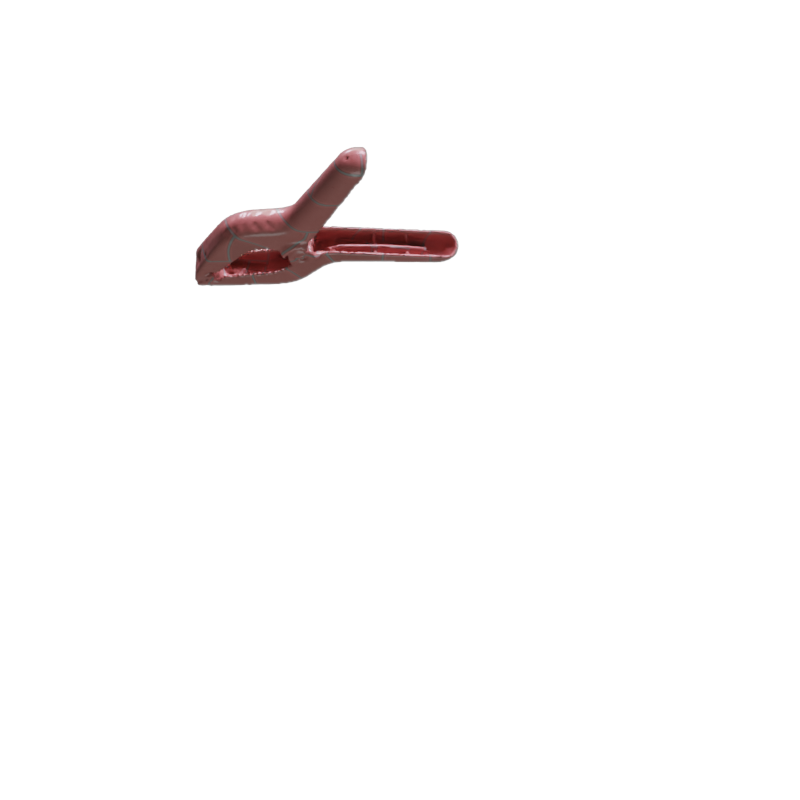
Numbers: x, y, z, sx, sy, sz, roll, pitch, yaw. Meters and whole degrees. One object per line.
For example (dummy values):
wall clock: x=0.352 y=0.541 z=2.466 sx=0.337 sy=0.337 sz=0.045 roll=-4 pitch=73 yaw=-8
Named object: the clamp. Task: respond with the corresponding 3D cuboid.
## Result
clamp: x=-0.069 y=-0.126 z=0.881 sx=0.213 sy=0.038 sz=0.153 roll=-16 pitch=-28 yaw=32
